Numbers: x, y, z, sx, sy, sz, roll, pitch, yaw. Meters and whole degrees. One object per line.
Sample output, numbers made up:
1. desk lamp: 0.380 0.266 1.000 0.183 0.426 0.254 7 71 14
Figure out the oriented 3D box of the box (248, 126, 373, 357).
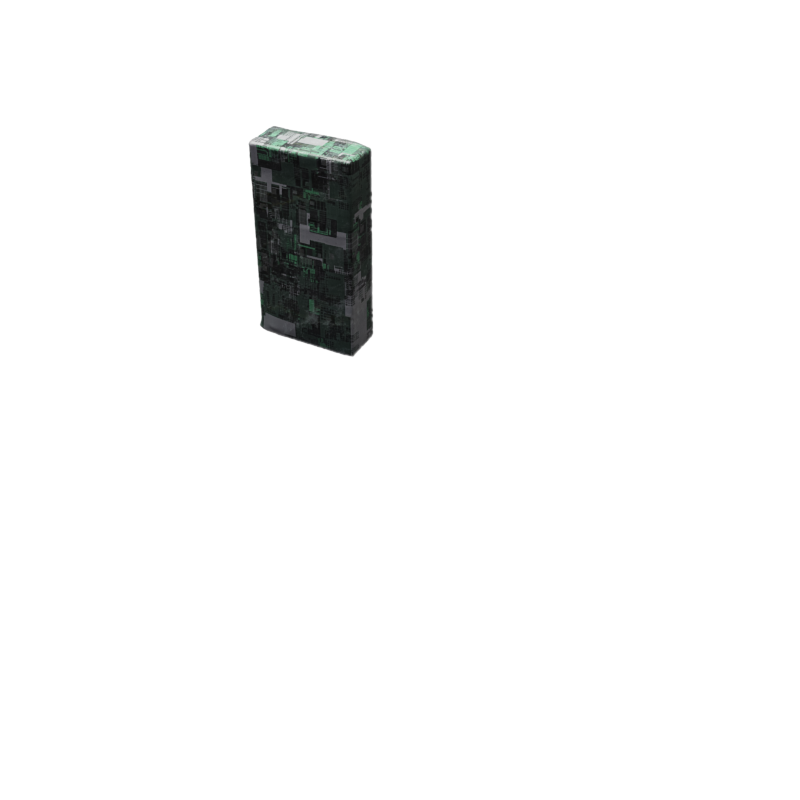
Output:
1. box: -0.070 -0.129 0.900 0.097 0.166 0.049 17 32 24
